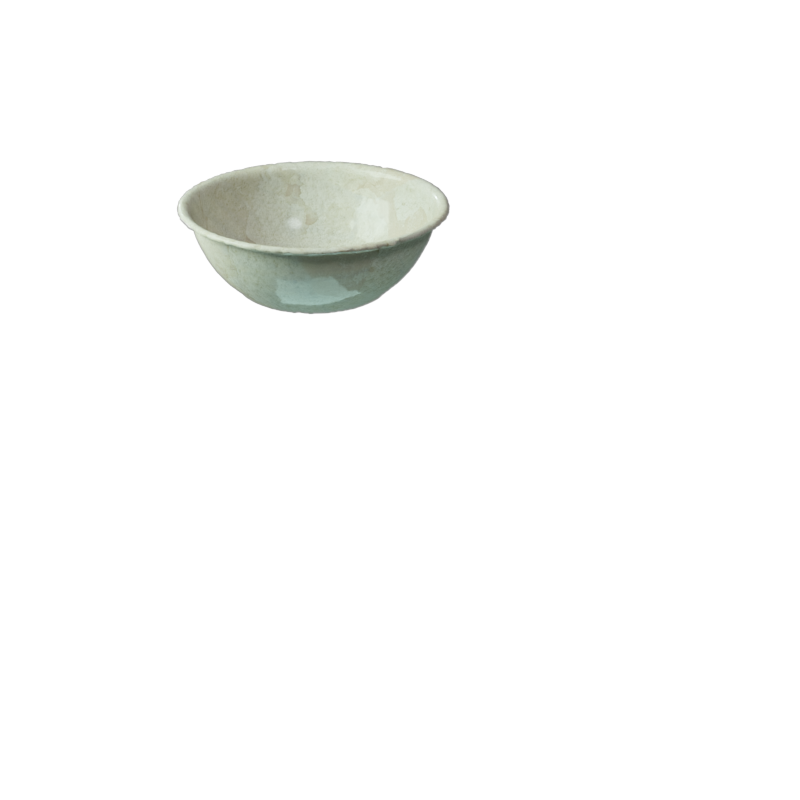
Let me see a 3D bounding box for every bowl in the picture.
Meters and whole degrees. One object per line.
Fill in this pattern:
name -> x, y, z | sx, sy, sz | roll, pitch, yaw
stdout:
bowl -> -0.052, -0.095, 0.667 | 0.162, 0.052, 0.171 | -1, 28, -2
